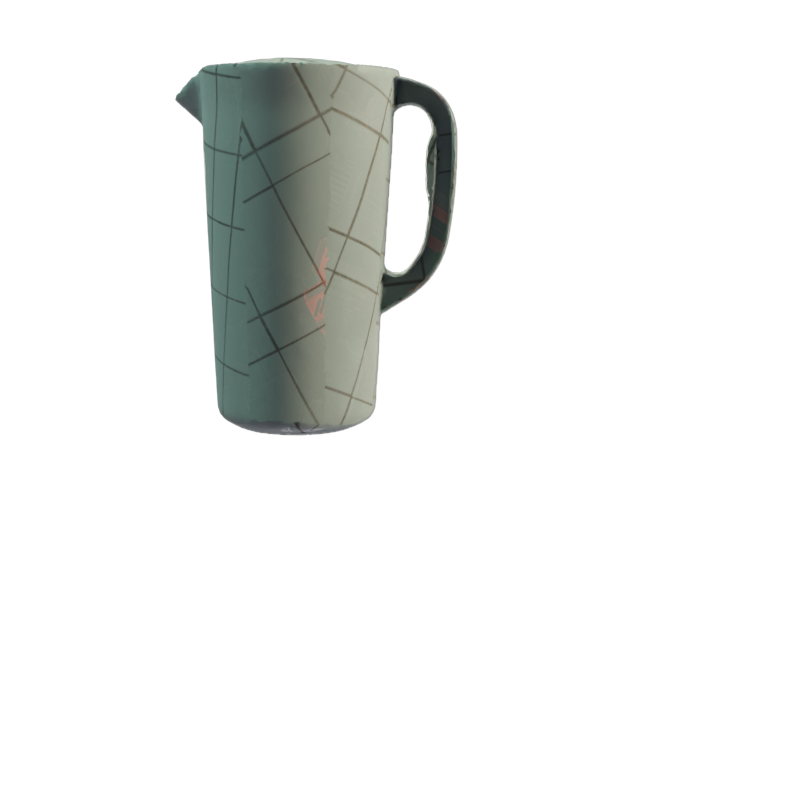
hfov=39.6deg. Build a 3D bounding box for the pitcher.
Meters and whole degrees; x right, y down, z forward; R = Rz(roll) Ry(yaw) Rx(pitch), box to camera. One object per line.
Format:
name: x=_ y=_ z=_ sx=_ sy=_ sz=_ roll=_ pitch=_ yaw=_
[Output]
pitcher: x=-0.058 y=-0.106 z=0.742 sx=0.140 sy=0.240 sz=0.156 roll=-6 pitch=9 yaw=-39
